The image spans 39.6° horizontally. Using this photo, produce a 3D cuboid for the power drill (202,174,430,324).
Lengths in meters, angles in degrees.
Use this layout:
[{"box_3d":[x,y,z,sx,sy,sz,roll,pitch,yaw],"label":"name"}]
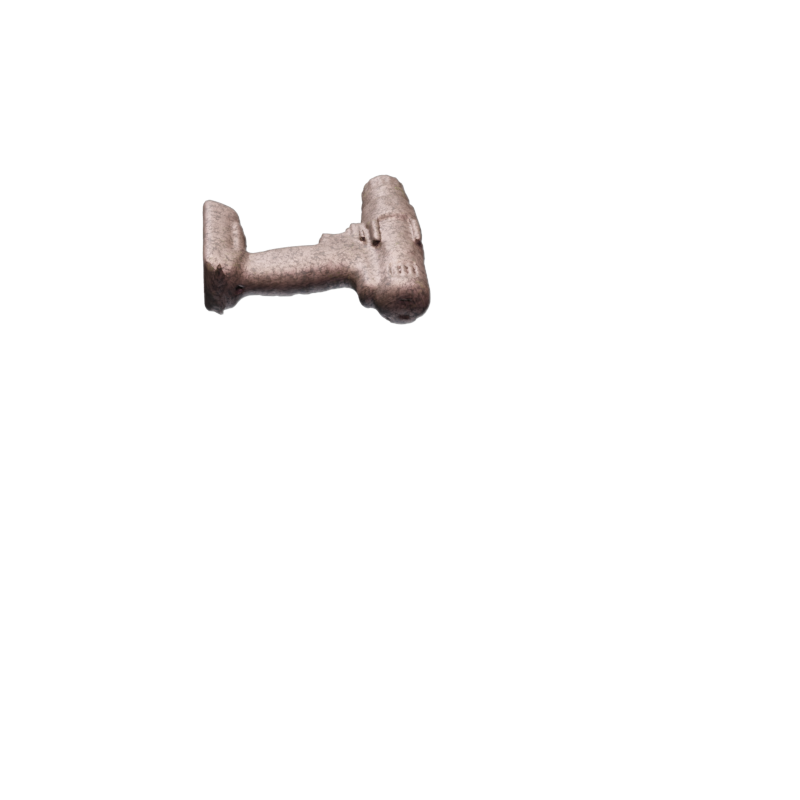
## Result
[{"box_3d":[-0.074,-0.134,0.939,0.187,0.054,0.198,-3,39,-4],"label":"power drill"}]
